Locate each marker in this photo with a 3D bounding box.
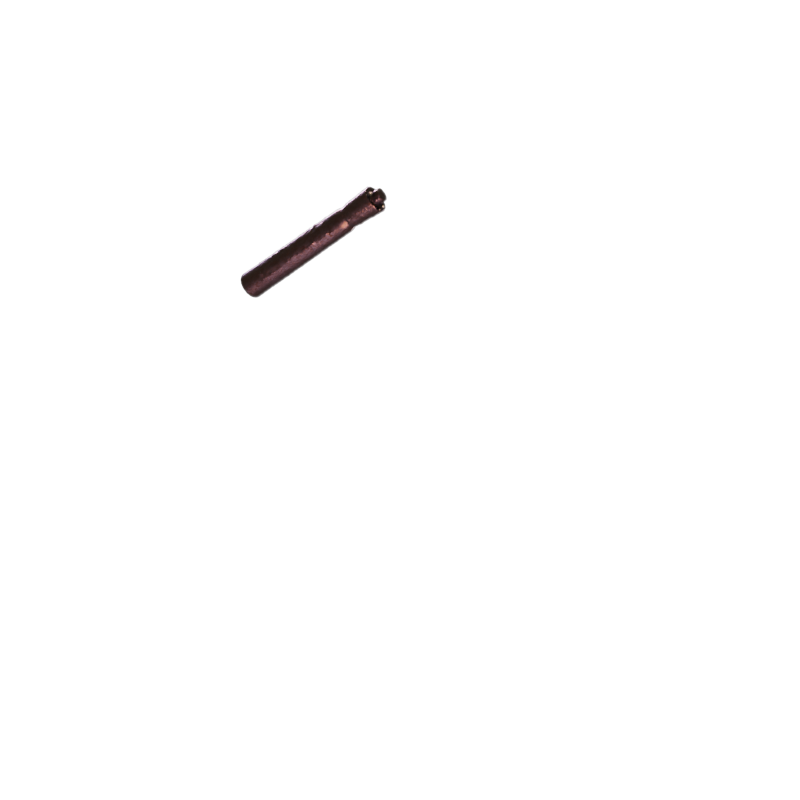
[{"bbox_3d":[-0.057,-0.103,0.724,0.120,0.020,0.019,-30,-13,30],"label":"marker"}]
